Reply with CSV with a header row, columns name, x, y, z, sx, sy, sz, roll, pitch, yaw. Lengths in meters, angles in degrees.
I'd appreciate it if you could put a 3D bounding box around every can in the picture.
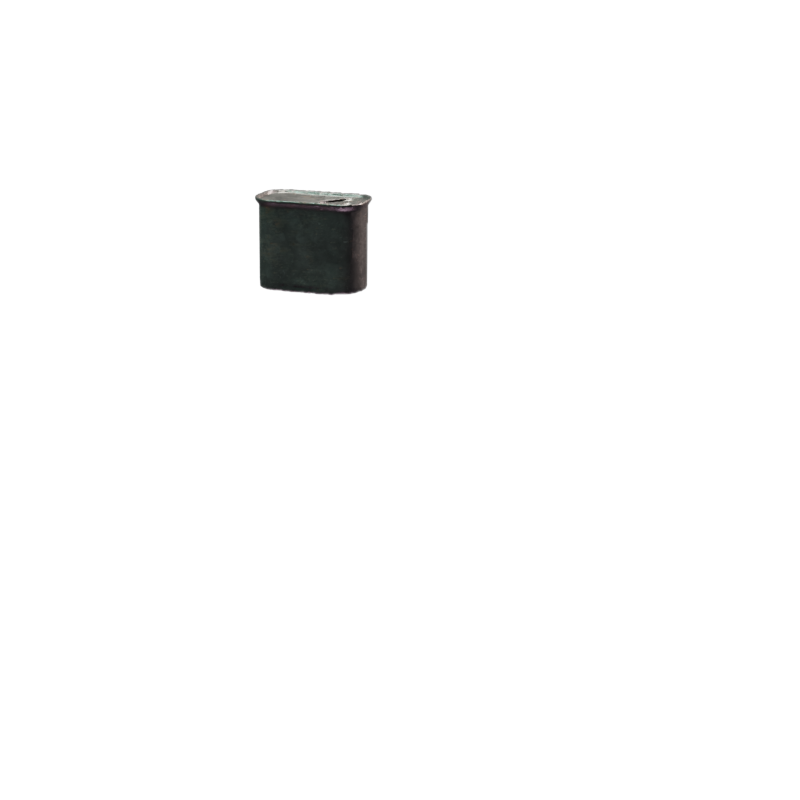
name,x,y,z,sx,sy,sz,roll,pitch,yaw
can,-0.078,-0.142,0.997,0.105,0.081,0.058,6,16,18
